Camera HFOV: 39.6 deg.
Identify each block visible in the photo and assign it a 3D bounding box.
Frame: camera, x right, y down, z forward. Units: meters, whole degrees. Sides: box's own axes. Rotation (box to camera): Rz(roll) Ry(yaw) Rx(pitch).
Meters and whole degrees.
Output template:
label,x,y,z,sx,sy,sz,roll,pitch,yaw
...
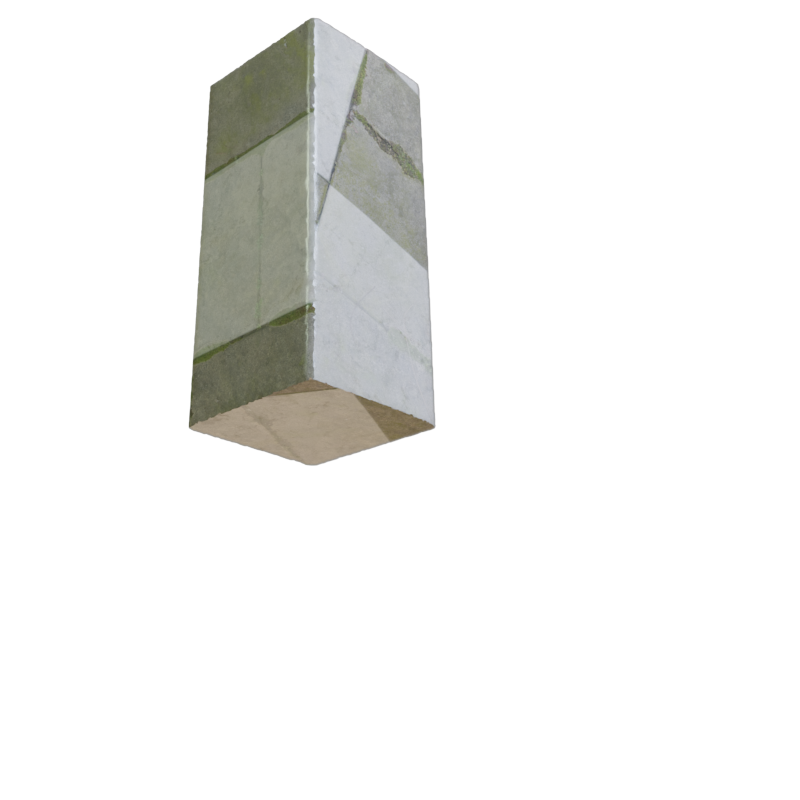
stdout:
label,x,y,z,sx,sy,sz,roll,pitch,yaw
block,-0.045,-0.084,0.588,0.091,0.219,0.084,-24,-34,37
